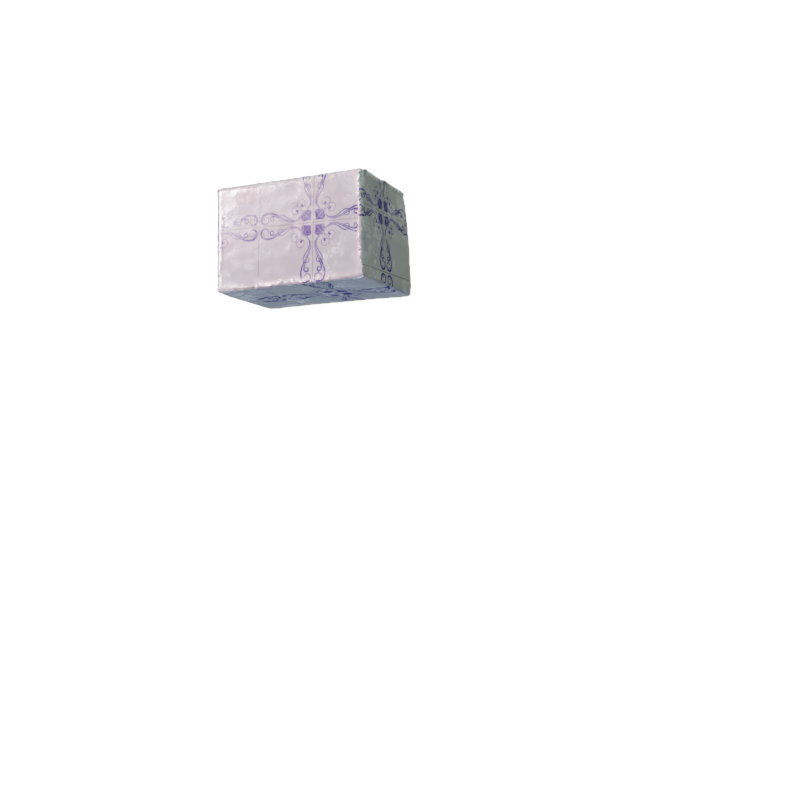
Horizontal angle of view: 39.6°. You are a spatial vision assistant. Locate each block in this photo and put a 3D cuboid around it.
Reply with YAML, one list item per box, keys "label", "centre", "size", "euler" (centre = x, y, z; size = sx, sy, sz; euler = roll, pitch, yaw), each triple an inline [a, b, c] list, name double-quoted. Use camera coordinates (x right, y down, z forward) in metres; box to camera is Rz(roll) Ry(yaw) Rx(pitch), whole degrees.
- label: "block"
  centre: [-0.041, -0.075, 0.522]
  size: [0.080, 0.053, 0.050]
  euler: [-4, -10, 24]
